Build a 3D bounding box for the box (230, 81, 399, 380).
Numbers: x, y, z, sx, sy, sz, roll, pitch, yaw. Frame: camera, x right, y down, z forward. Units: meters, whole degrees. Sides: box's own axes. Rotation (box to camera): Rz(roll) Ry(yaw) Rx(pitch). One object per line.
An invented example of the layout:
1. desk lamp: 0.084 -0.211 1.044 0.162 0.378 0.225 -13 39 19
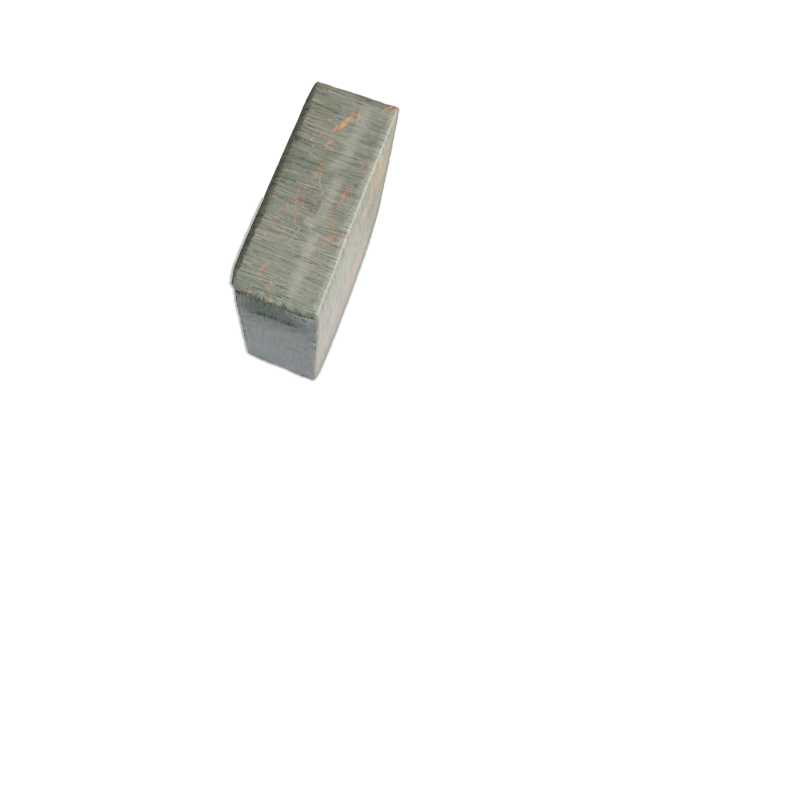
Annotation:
1. box: -0.066 -0.121 0.845 0.072 0.169 0.207 20 -13 0
